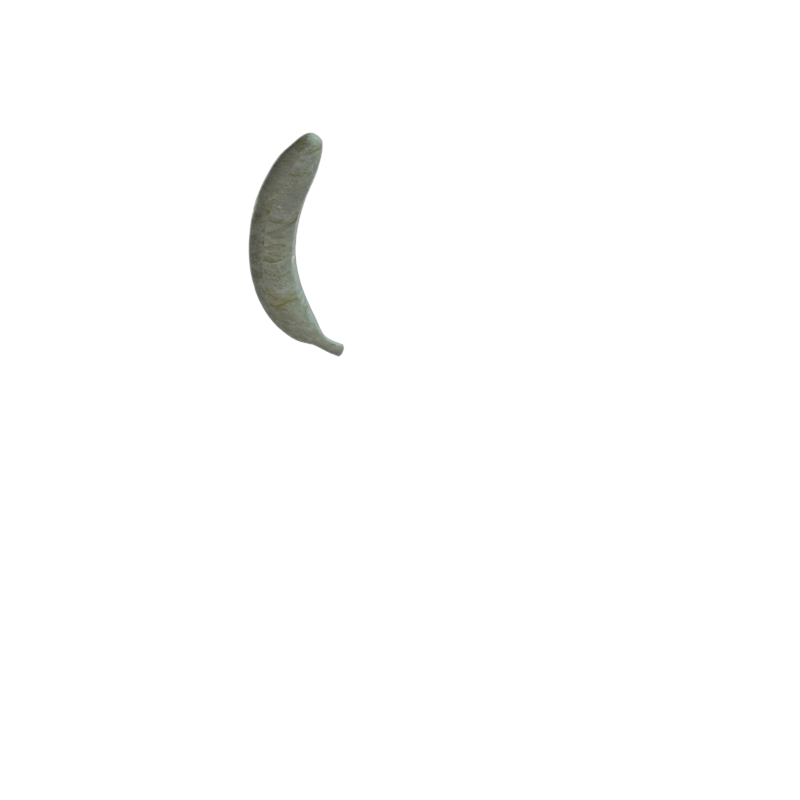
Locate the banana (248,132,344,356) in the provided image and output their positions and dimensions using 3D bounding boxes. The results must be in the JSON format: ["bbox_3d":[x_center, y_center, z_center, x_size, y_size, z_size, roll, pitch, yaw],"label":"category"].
[{"bbox_3d":[-0.087,-0.121,0.881,0.070,0.185,0.039,-4,32,2],"label":"banana"}]
